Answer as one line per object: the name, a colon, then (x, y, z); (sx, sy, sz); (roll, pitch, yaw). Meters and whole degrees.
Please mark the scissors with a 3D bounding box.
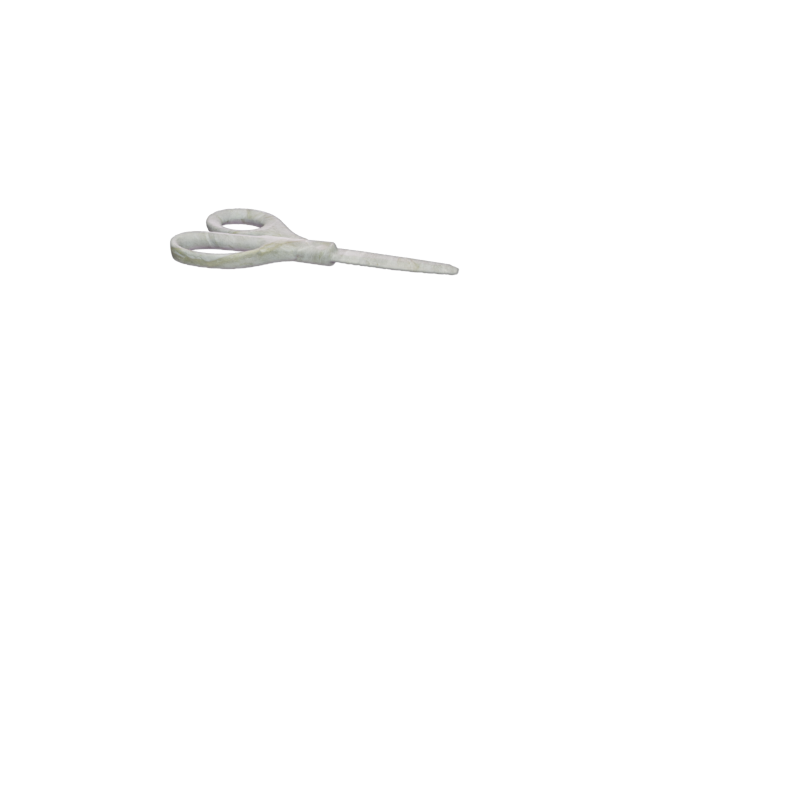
scissors: (-0.062, -0.114, 0.796); (0.202, 0.015, 0.102); (1, 30, 2)
